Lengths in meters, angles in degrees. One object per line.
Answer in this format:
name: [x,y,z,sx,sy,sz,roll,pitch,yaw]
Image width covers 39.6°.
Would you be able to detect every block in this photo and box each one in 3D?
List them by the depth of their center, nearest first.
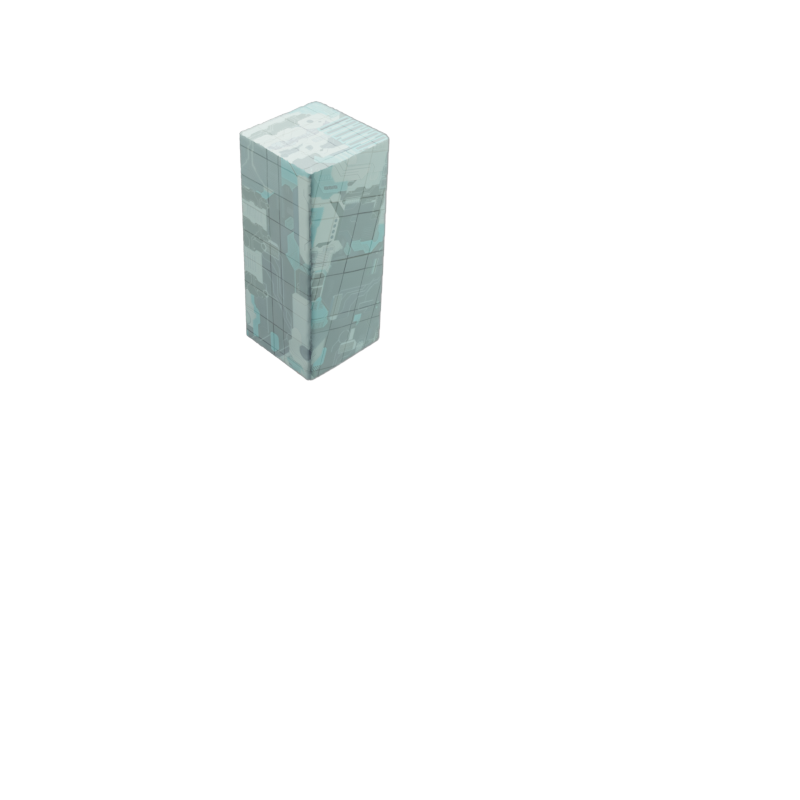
block: [-0.073,-0.135,0.942,0.090,0.193,0.097,-29,47,-35]
